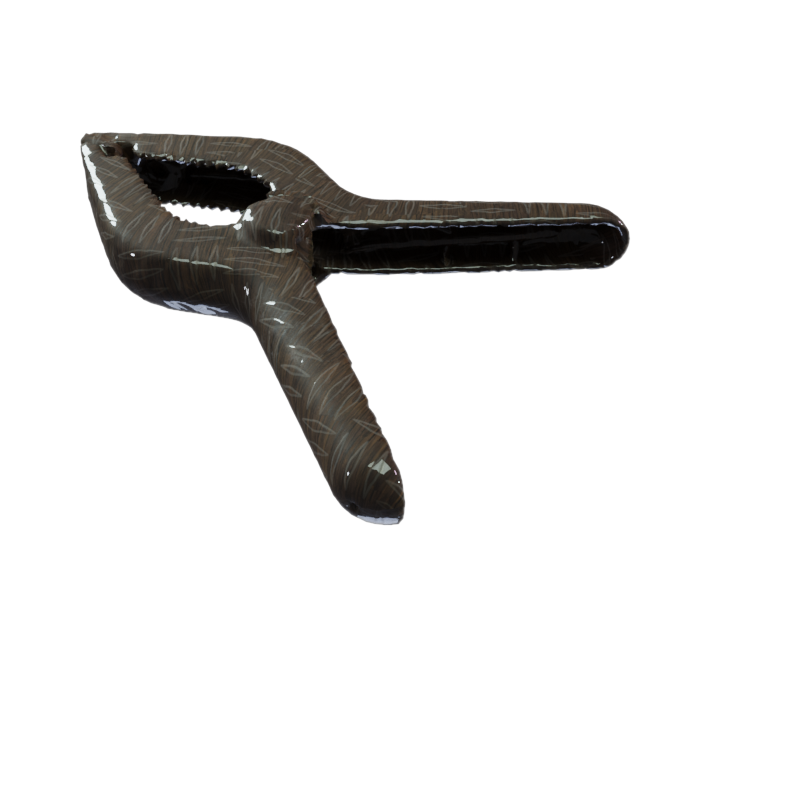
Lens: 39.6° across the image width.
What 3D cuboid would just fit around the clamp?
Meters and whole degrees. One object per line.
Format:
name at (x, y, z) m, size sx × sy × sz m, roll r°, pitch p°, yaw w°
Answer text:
clamp at (-0.032, -0.059, 0.412) m, size 0.223 × 0.034 × 0.166 m, roll 31°, pitch 50°, yaw 30°
